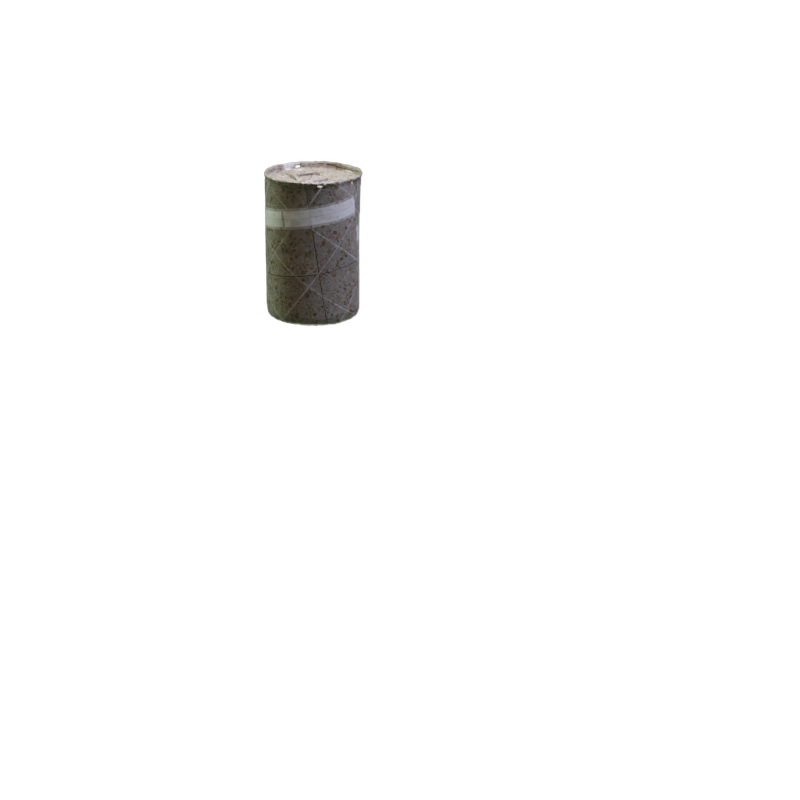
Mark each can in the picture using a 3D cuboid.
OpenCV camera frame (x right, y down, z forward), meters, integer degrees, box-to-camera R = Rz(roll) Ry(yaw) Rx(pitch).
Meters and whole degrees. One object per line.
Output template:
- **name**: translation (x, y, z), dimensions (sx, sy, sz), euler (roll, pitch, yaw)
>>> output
- **can**: translation (-0.061, -0.111, 0.776), dimensions (0.068, 0.098, 0.072), euler (0, 20, -2)
